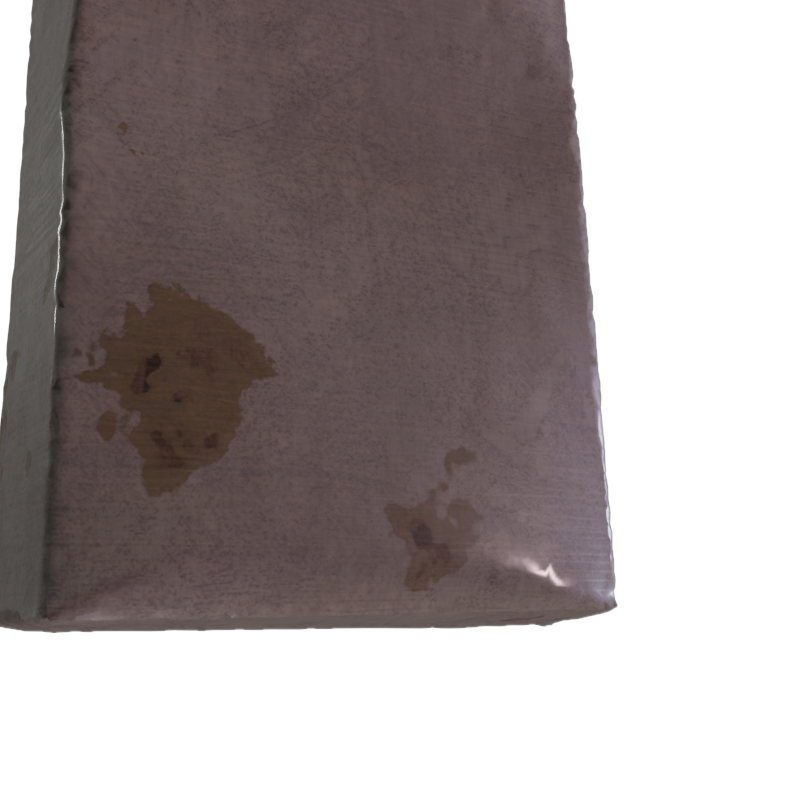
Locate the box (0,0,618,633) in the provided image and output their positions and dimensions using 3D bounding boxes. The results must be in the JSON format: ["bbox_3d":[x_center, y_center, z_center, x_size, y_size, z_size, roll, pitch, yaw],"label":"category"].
[{"bbox_3d":[-0.025,-0.046,0.324,0.158,0.223,0.072,7,-19,-27],"label":"box"}]
